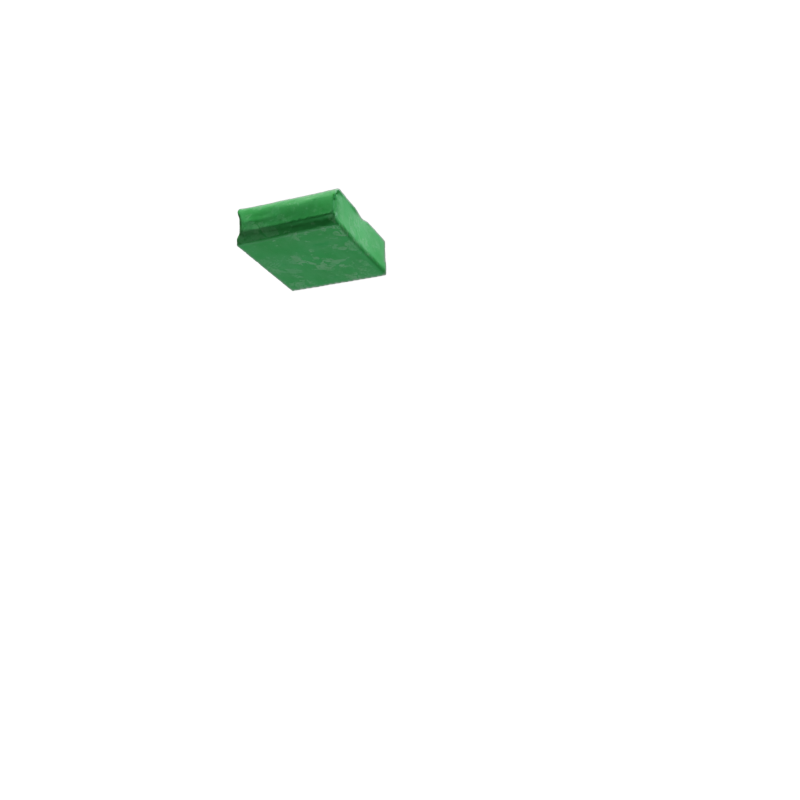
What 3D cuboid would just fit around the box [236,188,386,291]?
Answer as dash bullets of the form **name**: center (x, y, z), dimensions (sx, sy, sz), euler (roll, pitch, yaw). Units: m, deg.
- **box**: center (-0.059, -0.107, 0.748), dimensions (0.074, 0.032, 0.083), euler (-8, -21, 21)
